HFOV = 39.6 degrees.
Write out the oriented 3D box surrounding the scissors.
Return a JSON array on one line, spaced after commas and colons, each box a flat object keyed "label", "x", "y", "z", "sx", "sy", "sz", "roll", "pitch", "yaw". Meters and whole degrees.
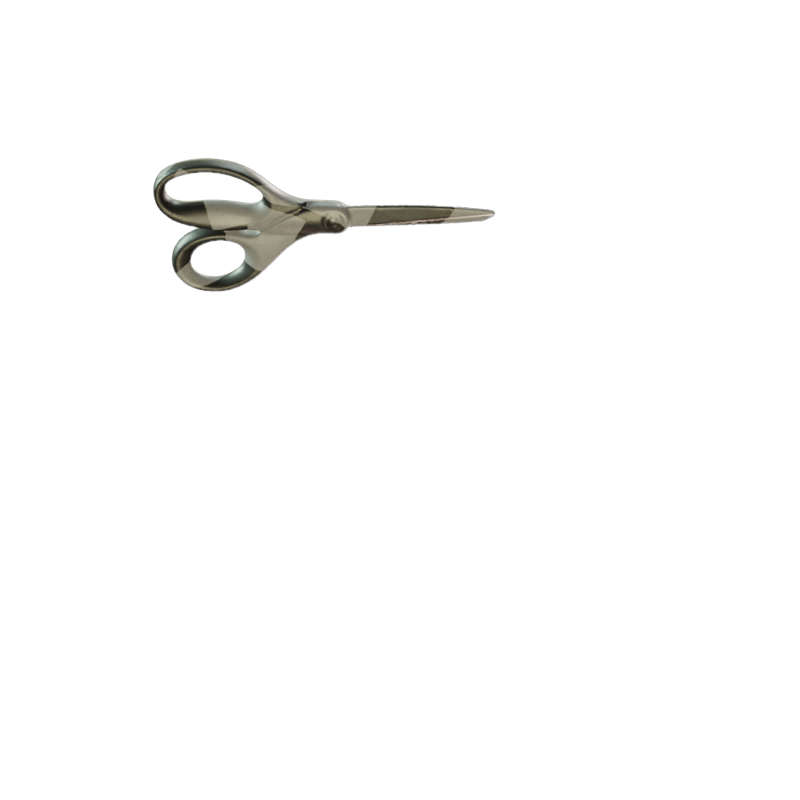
[{"label": "scissors", "x": -0.053, "y": -0.096, "z": 0.674, "sx": 0.199, "sy": 0.091, "sz": 0.017, "roll": 12, "pitch": 33, "yaw": -8}]
